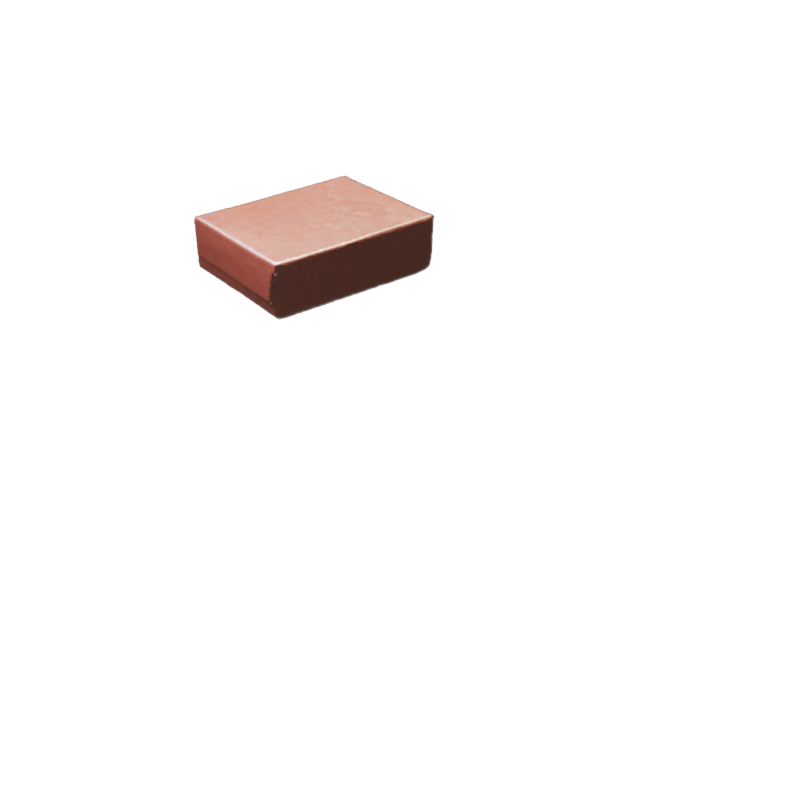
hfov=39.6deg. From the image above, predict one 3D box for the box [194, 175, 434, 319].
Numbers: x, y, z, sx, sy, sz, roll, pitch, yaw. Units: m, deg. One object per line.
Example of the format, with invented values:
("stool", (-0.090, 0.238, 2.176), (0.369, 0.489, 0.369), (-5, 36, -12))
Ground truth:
("box", (-0.051, -0.093, 0.650), (0.112, 0.037, 0.096), (-20, 35, -32))
